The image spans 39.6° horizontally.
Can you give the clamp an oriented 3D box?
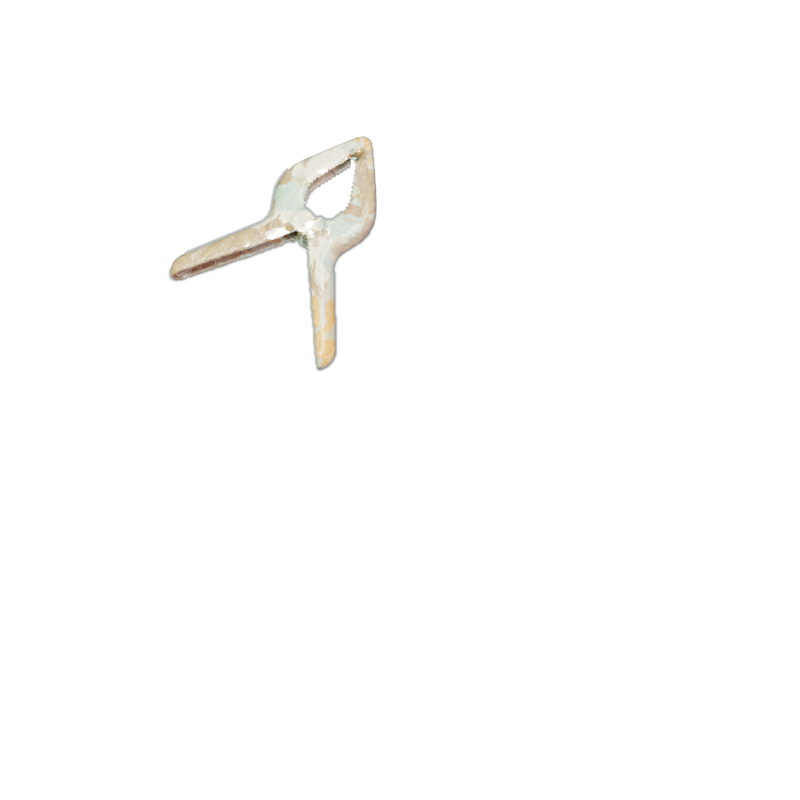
[{"bbox_3d":[-0.077,-0.140,0.979,0.170,0.213,0.035,37,-15,12],"label":"clamp"}]
